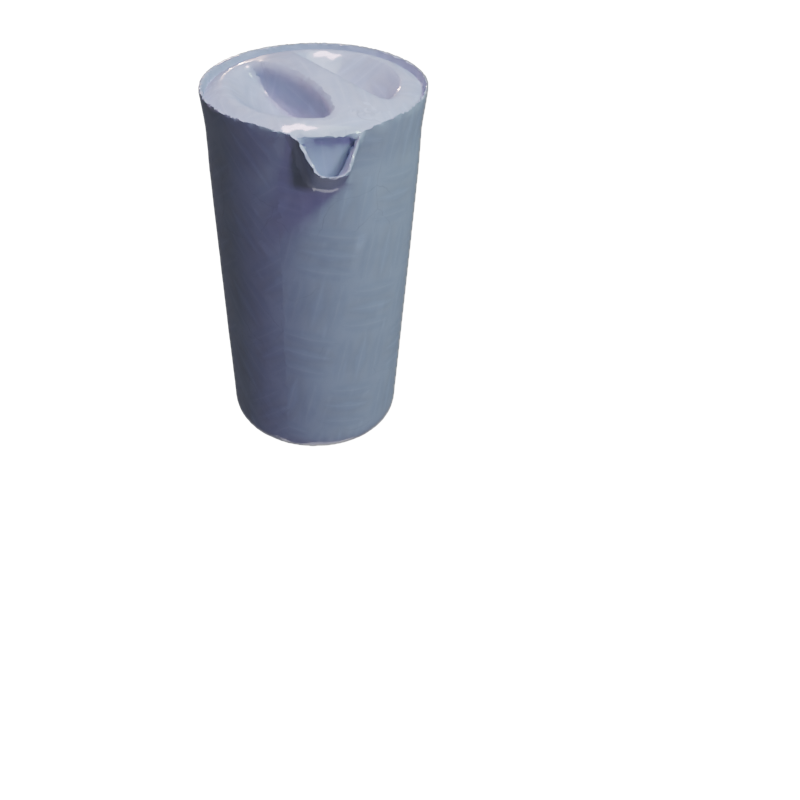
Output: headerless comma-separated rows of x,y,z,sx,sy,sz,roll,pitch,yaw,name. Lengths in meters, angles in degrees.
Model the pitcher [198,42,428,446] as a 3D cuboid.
-0.056,-0.101,0.711,0.153,0.228,0.151,22,39,27,pitcher
